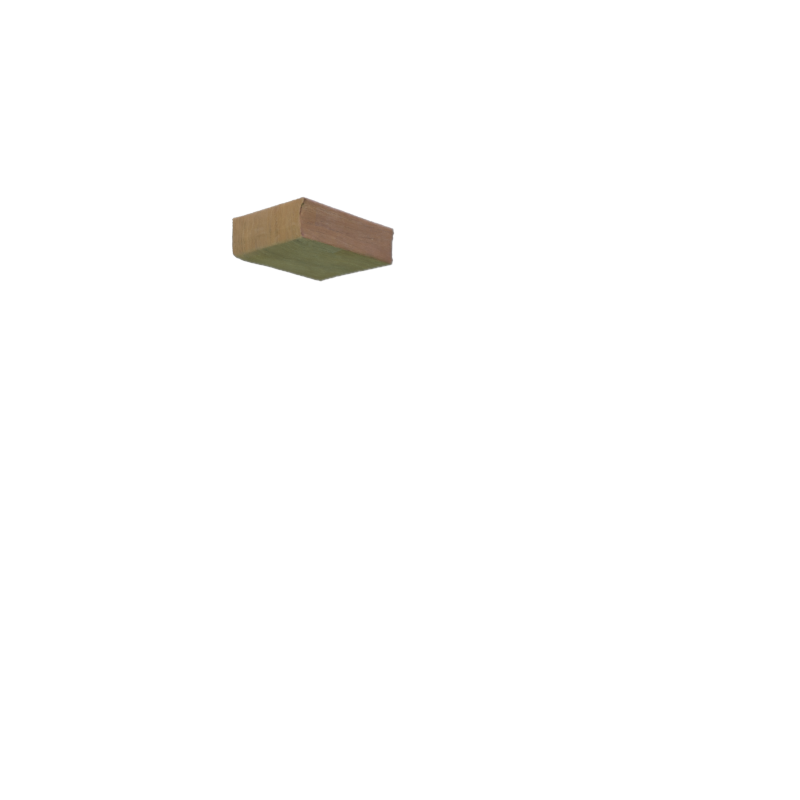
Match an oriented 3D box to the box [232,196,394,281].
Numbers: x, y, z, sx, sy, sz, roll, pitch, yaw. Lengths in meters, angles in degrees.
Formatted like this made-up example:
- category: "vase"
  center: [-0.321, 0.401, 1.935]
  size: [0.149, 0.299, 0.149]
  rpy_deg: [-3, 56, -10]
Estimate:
- category: "box"
  center: [-0.075, -0.136, 0.951]
  size: [0.092, 0.040, 0.107]
  rpy_deg: [-9, -13, 43]
